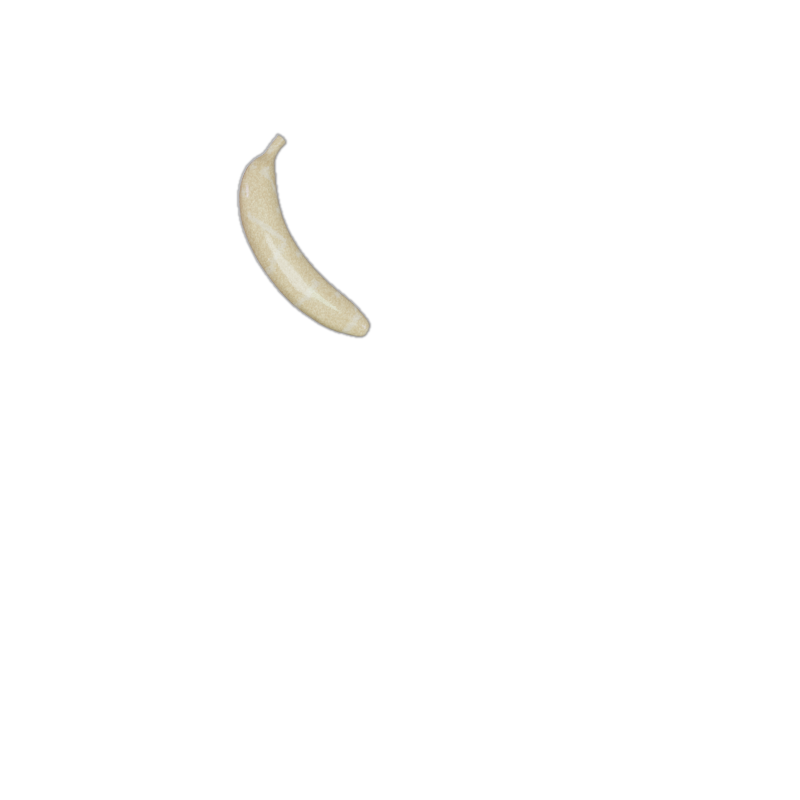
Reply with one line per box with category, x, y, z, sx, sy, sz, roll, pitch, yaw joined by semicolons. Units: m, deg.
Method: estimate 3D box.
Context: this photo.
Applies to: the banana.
banana;-0.096;-0.137;0.985;0.069;0.200;0.036;-24;-4;-2
